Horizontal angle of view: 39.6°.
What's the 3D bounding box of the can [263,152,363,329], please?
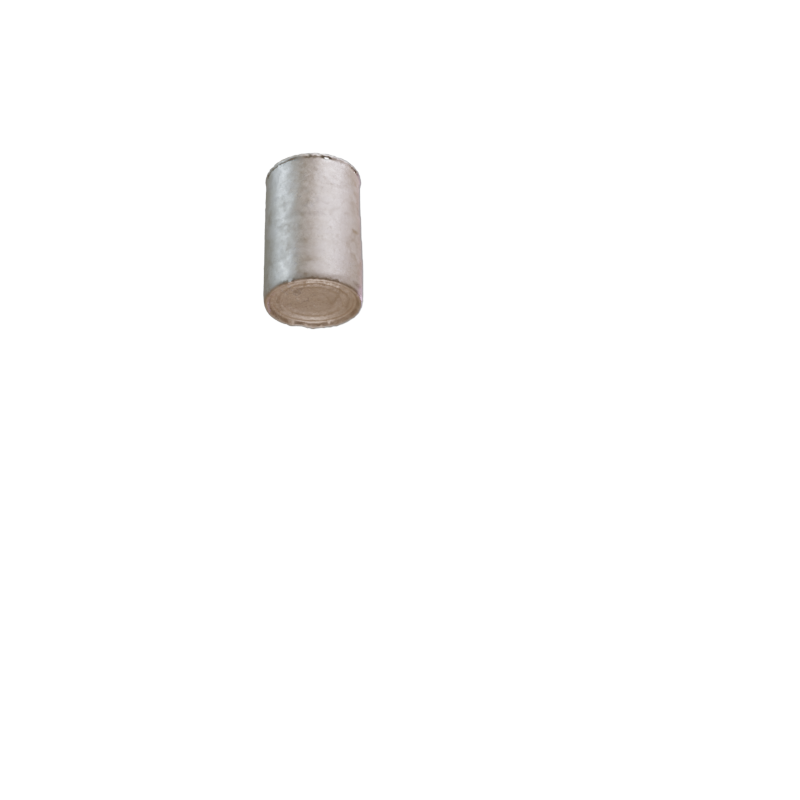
[{"bbox_3d":[-0.059,-0.108,0.759,0.068,0.109,0.064,0,-30,-2],"label":"can"}]
